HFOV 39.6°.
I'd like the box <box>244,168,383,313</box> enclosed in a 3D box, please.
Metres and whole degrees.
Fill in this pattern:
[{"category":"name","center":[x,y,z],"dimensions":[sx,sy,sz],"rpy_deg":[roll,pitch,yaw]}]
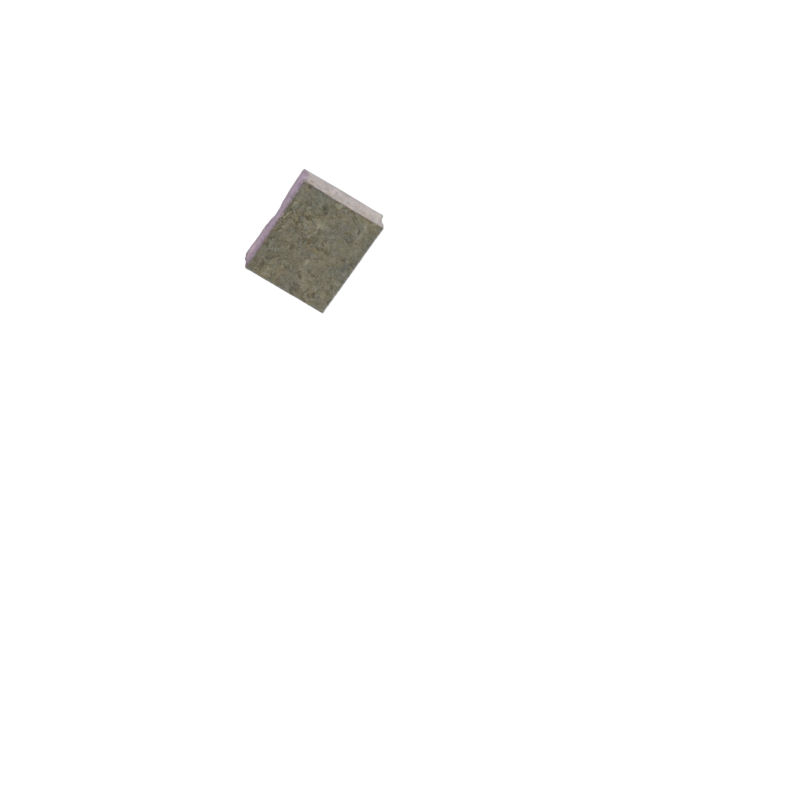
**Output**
[{"category":"box","center":[-0.067,-0.122,0.854],"dimensions":[0.071,0.087,0.032],"rpy_deg":[31,22,-15]}]
